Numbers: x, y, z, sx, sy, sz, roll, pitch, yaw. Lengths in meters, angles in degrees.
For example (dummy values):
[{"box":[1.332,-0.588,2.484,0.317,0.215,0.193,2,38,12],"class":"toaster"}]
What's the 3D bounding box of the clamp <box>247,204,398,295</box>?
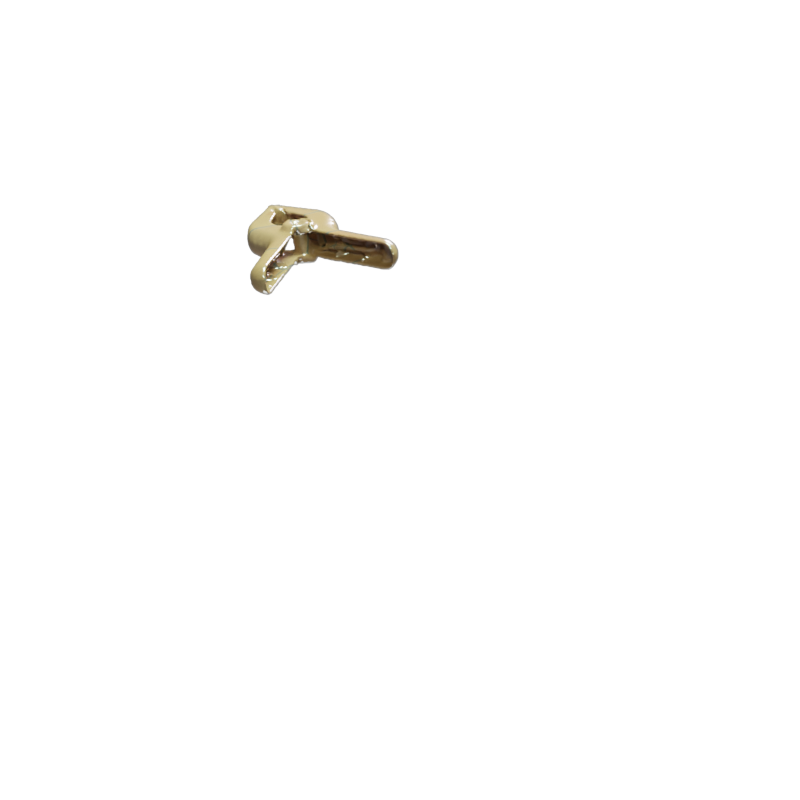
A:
[{"box":[-0.073,-0.134,0.936,0.119,0.037,0.182,-5,27,-10],"class":"clamp"}]
